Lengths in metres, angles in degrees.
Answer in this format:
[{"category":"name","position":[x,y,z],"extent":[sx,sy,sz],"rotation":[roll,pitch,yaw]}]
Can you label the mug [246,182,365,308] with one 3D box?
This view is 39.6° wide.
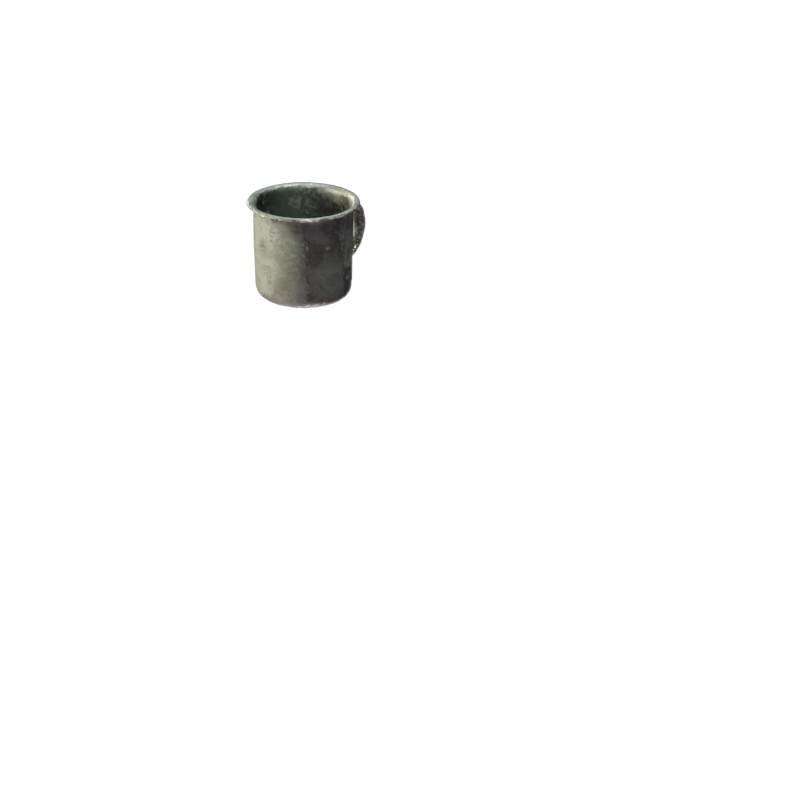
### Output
[{"category":"mug","position":[-0.073,-0.133,0.930],"extent":[0.099,0.077,0.116],"rotation":[21,33,35]}]
